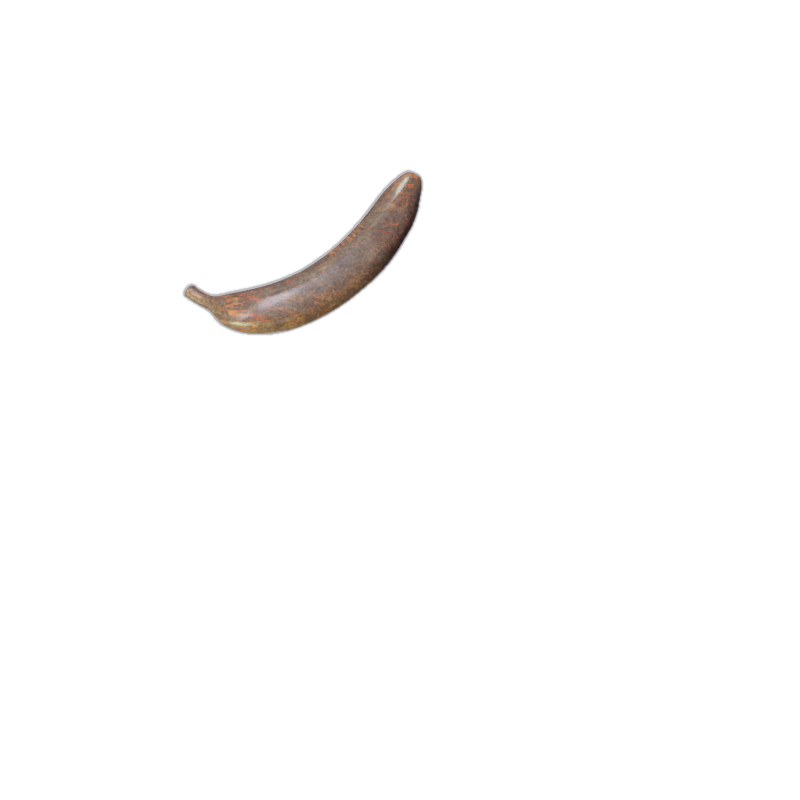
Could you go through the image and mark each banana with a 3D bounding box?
[{"bbox_3d":[-0.059,-0.099,0.816,0.197,0.072,0.036,-28,-10,-6],"label":"banana"}]
